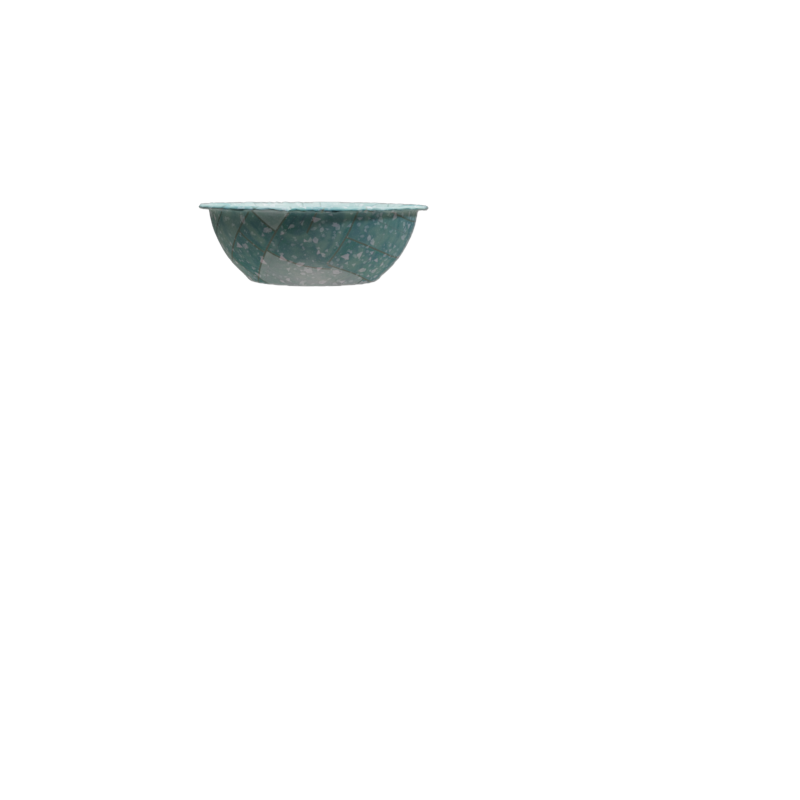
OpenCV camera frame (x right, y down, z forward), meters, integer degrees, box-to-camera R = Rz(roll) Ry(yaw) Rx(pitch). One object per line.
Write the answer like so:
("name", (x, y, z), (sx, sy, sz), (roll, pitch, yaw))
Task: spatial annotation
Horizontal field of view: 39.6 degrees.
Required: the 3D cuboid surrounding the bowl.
("bowl", (-0.061, -0.112, 0.784), (0.162, 0.054, 0.165), (0, 11, -2))
